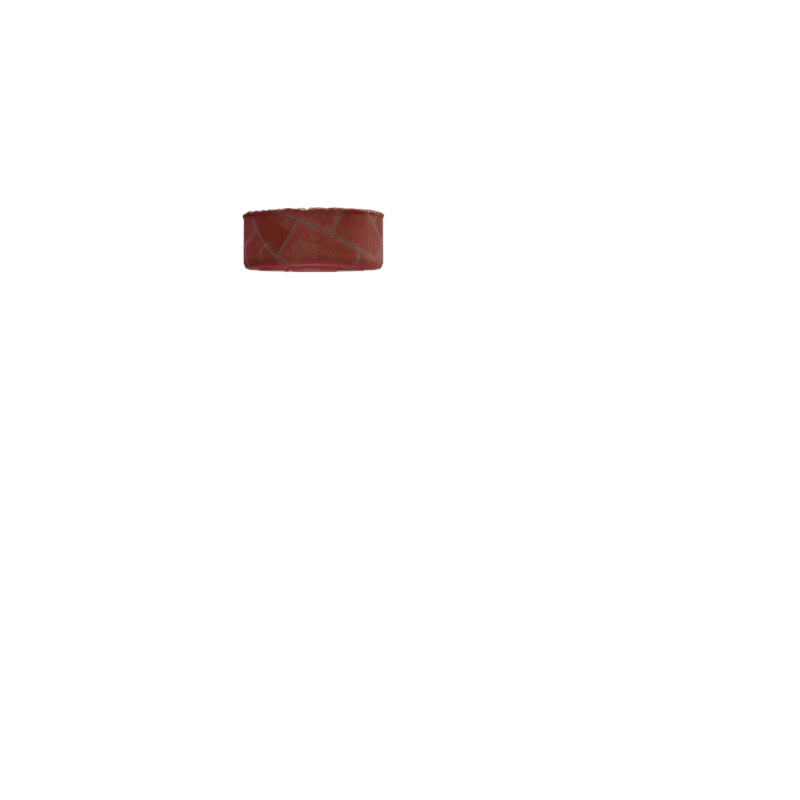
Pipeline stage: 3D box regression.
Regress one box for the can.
[{"bbox_3d":[-0.052,-0.096,0.669,0.086,0.034,0.086,0,3,-2],"label":"can"}]
